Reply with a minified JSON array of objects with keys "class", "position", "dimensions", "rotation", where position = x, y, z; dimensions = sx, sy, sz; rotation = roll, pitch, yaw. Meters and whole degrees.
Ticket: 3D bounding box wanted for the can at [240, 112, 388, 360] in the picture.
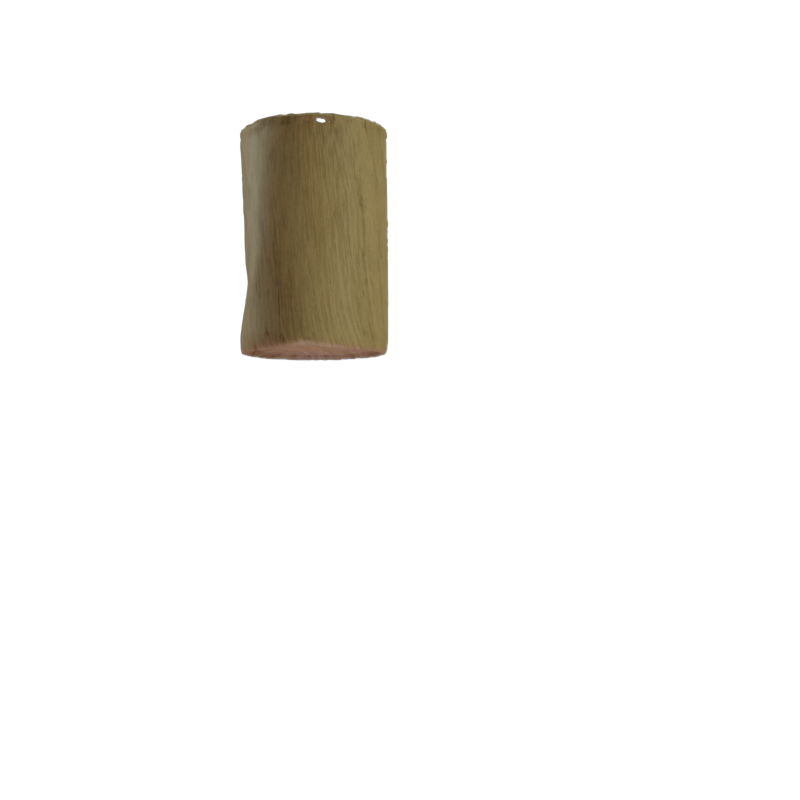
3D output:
[{"class":"can","position":[-0.039,-0.072,0.502],"dimensions":[0.068,0.105,0.067],"rotation":[0,-9,-2]}]
